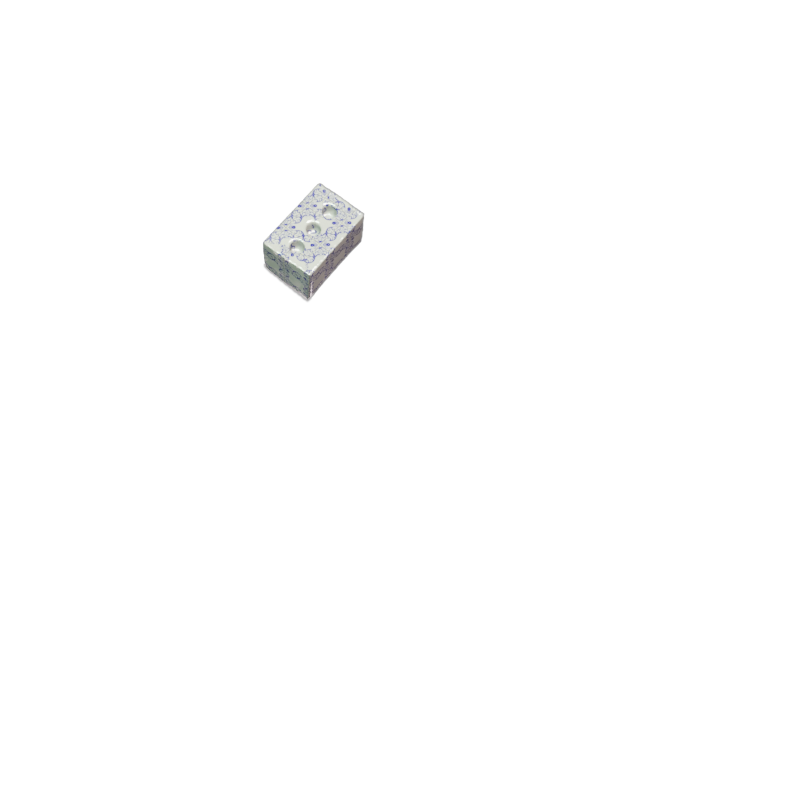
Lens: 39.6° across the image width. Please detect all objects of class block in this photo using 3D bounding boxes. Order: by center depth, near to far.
[{"bbox_3d":[-0.076,-0.138,0.965,0.055,0.079,0.049,35,-20,12],"label":"block"}]
